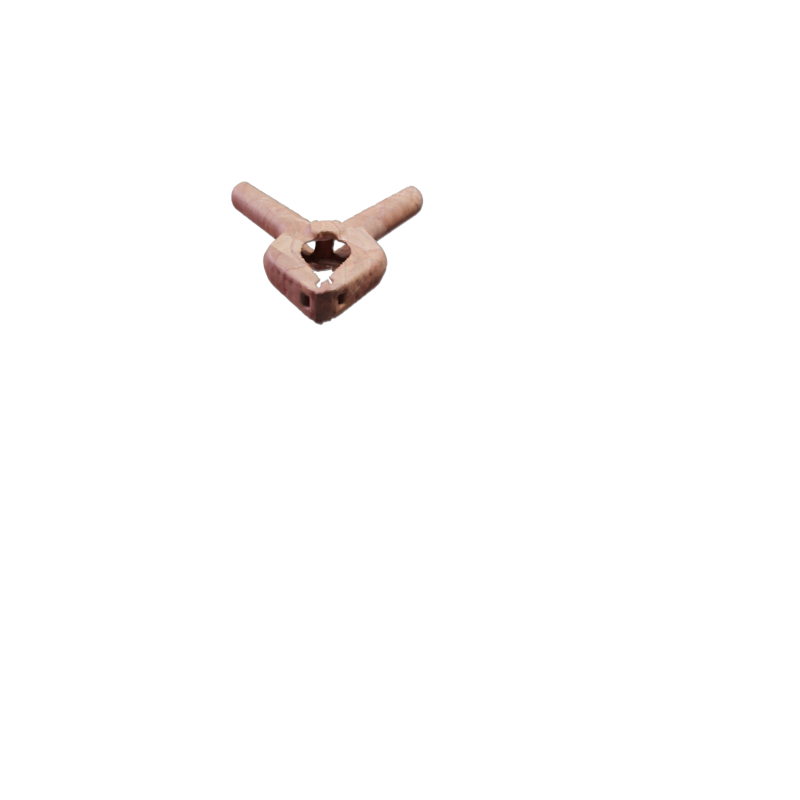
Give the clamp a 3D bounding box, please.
[{"bbox_3d":[-0.069,-0.126,0.884,0.166,0.034,0.221,3,33,5],"label":"clamp"}]
